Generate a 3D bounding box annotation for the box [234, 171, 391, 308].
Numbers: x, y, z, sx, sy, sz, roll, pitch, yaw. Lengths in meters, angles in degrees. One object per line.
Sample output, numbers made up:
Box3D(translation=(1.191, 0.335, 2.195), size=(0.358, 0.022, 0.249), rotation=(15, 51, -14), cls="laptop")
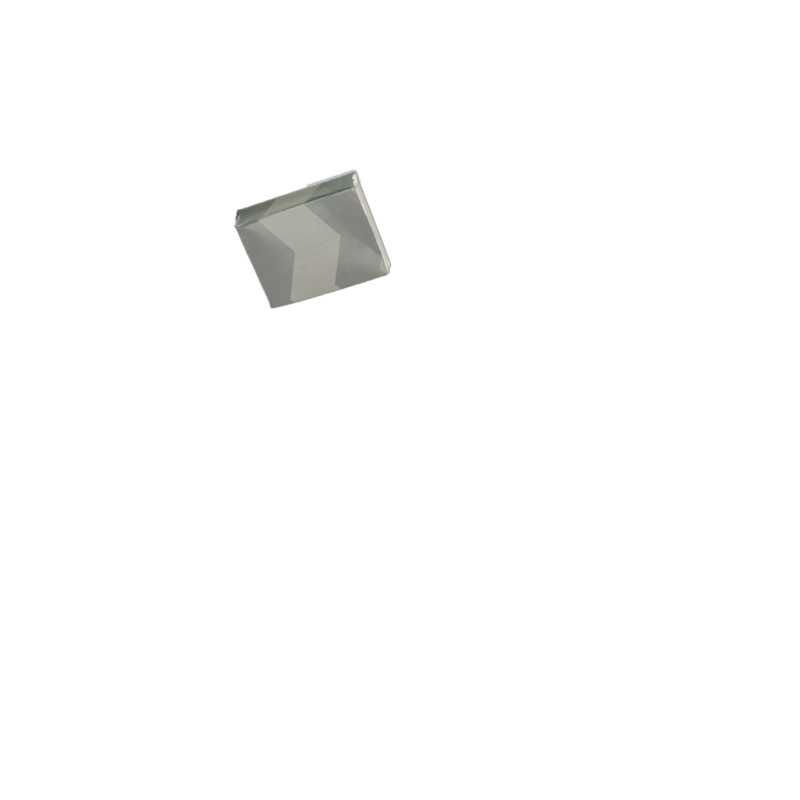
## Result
Box3D(translation=(-0.075, -0.136, 0.955), size=(0.114, 0.085, 0.041), rotation=(-17, 26, 8), cls="box")
